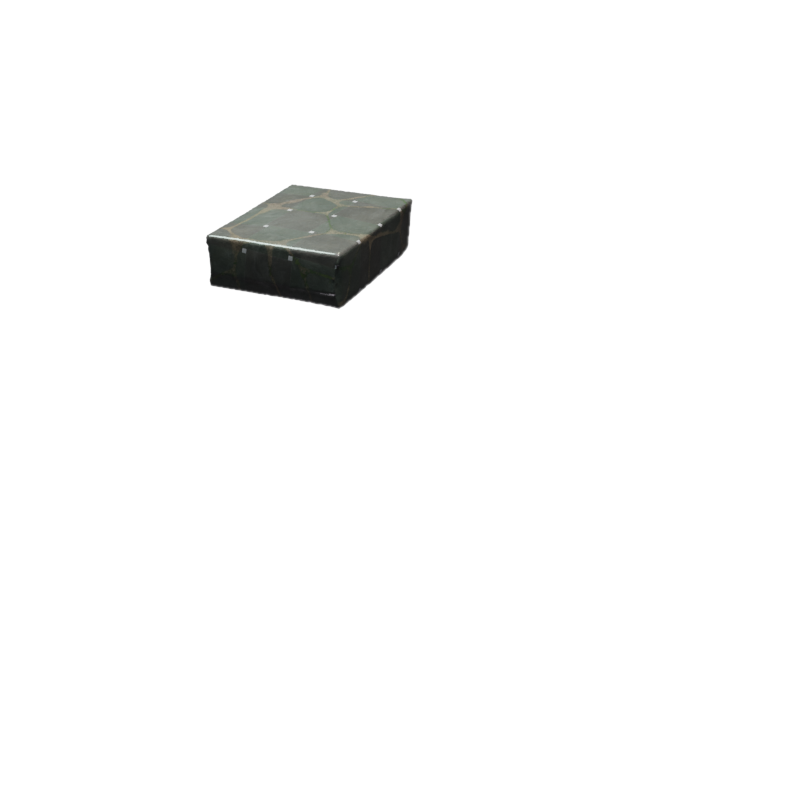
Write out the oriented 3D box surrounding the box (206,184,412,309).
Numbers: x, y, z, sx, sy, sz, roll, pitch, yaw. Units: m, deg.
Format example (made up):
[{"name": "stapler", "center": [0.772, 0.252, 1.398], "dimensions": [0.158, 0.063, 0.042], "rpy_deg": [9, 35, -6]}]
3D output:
[{"name": "box", "center": [-0.054, -0.099, 0.693], "dimensions": [0.093, 0.037, 0.115], "rpy_deg": [11, 28, 22]}]
